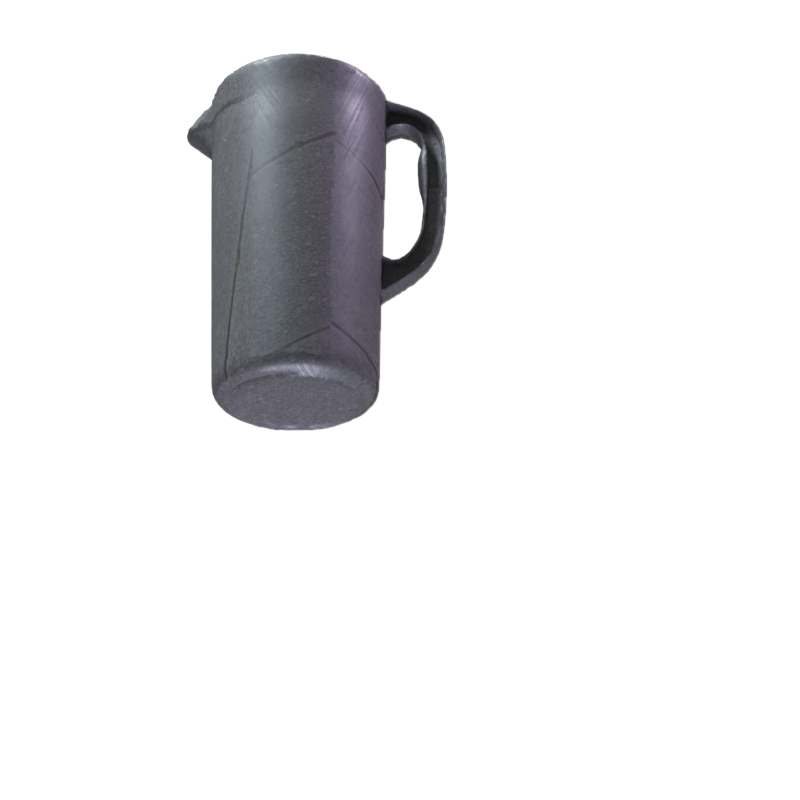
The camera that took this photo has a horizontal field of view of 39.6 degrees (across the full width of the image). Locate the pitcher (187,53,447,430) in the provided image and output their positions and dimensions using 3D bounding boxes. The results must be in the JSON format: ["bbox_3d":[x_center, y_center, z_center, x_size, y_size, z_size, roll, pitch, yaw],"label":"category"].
[{"bbox_3d":[-0.060,-0.109,0.766,0.136,0.259,0.149,23,-37,-38],"label":"pitcher"}]
